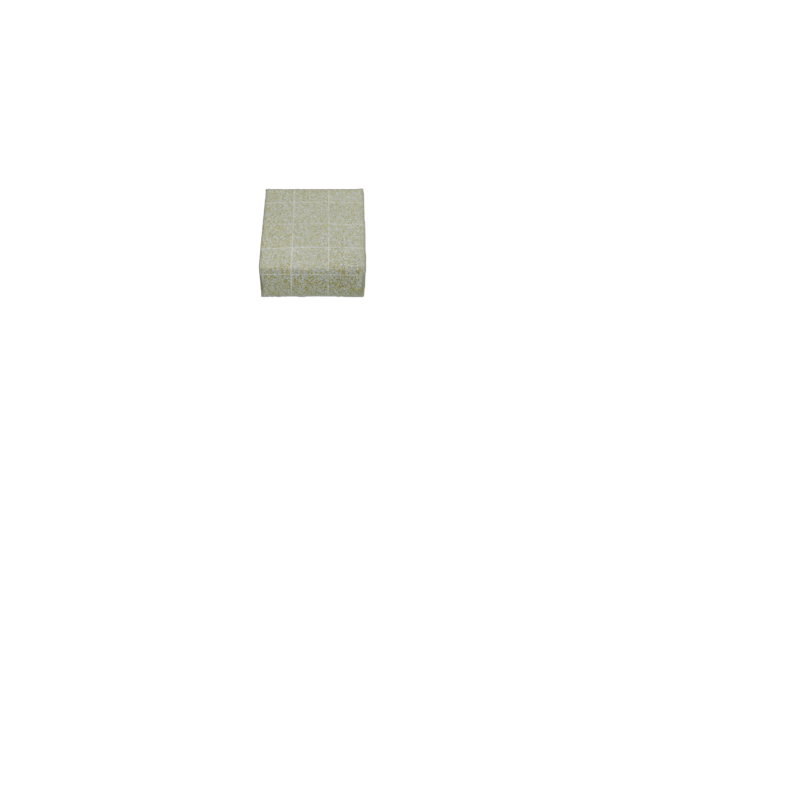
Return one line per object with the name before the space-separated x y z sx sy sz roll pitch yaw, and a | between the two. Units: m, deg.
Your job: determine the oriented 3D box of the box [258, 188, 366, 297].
box | -0.076 -0.138 0.969 0.090 0.036 0.122 -1 43 -1
